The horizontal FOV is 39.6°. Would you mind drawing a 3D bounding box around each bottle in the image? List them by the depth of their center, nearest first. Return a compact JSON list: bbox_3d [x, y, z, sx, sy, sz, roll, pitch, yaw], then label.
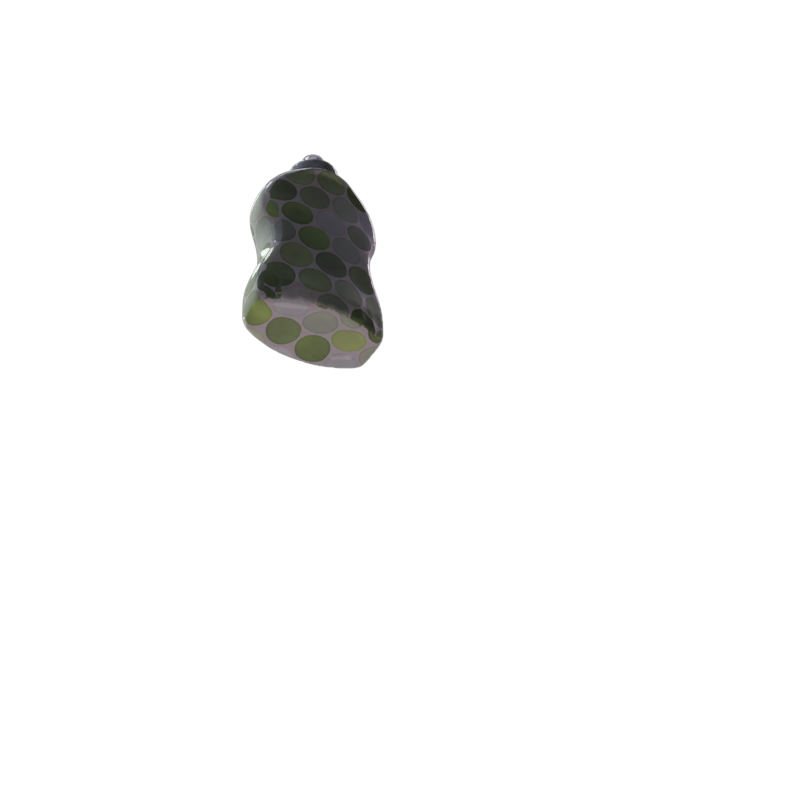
[{"bbox_3d":[-0.064,-0.115,0.810,0.093,0.206,0.056,17,-48,-20],"label":"bottle"}]
